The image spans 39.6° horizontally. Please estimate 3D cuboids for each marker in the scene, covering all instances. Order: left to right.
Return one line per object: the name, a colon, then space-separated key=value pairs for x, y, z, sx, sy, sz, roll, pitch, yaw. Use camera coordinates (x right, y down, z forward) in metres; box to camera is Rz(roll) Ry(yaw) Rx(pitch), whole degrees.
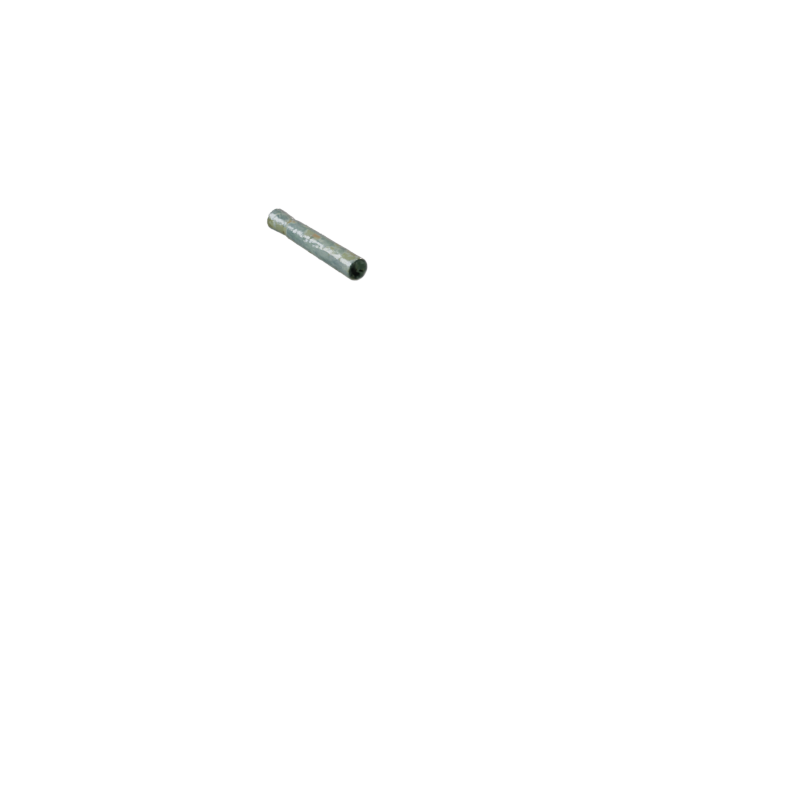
marker: x=-0.070 y=-0.127 z=0.890 sx=0.019 sy=0.019 sz=0.130 roll=-3 pitch=27 yaw=-39
